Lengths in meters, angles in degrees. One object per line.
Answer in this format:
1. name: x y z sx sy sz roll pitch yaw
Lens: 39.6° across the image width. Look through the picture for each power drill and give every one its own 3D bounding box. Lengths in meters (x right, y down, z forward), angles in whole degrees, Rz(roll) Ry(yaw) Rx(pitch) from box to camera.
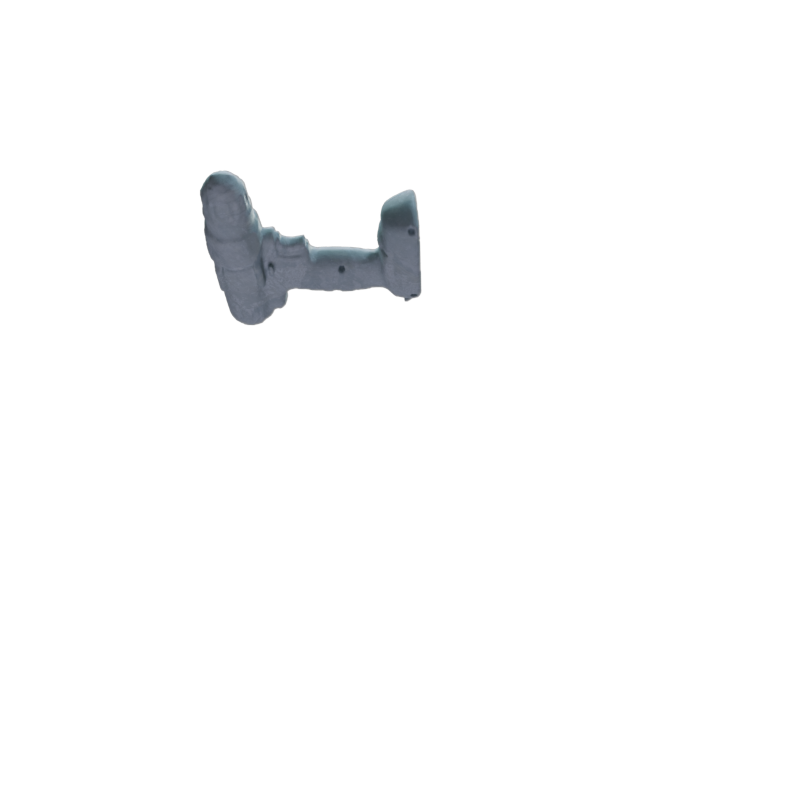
1. power drill: -0.077 -0.140 0.981 0.188 0.061 0.171 -3 -34 4
